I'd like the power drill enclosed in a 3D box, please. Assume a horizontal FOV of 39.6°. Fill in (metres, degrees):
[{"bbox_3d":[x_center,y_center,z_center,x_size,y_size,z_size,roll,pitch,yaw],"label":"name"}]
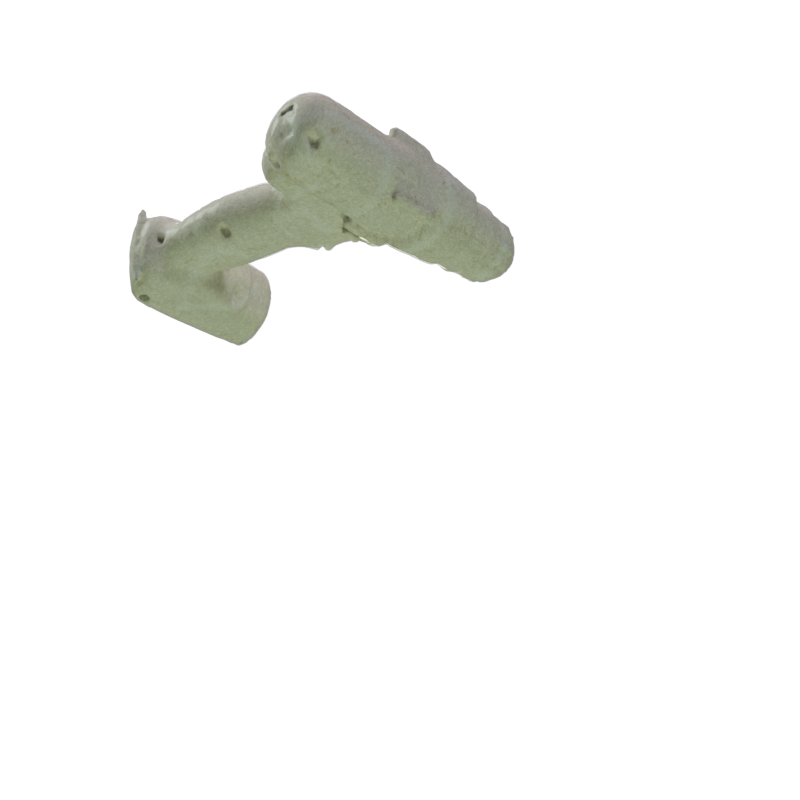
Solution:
[{"bbox_3d":[-0.050,-0.092,0.645,0.188,0.061,0.172,-23,-36,35],"label":"power drill"}]
